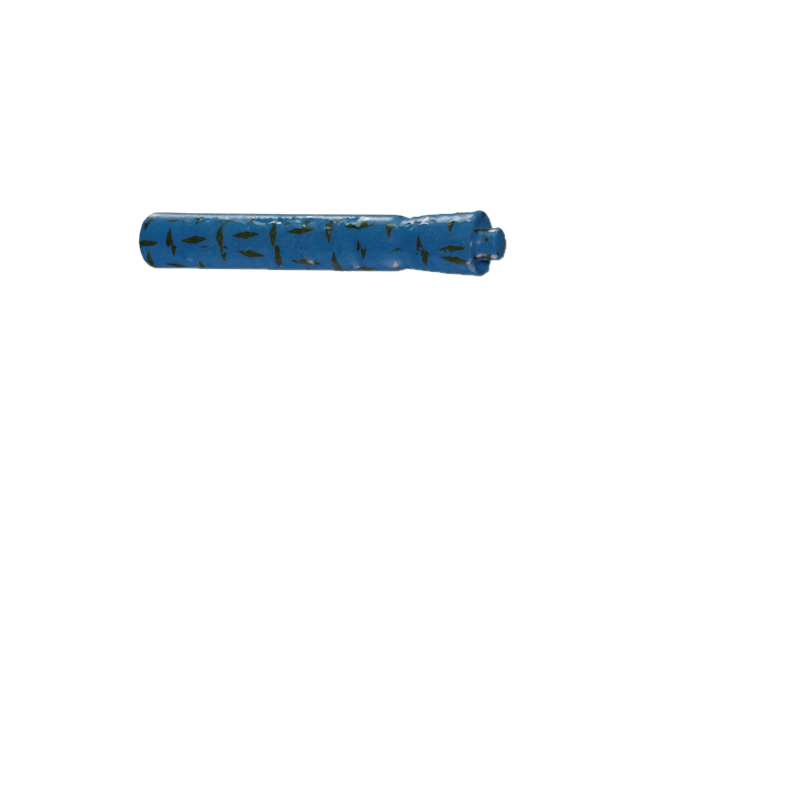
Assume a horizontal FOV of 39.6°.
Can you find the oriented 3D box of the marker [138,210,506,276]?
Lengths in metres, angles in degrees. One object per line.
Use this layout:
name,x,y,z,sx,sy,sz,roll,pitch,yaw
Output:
marker,-0.027,-0.049,0.341,0.125,0.020,0.019,5,6,28
